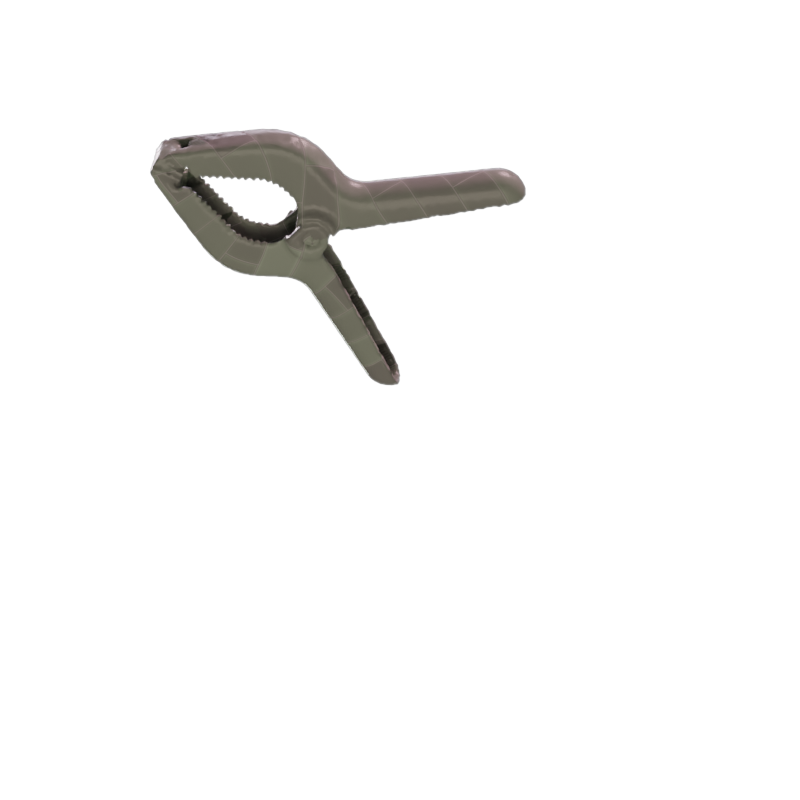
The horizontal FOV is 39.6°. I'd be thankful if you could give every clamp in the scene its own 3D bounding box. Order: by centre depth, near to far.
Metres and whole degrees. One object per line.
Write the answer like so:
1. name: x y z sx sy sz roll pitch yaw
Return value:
1. clamp: -0.052 -0.095 0.665 0.206 0.158 0.039 18 30 -11
